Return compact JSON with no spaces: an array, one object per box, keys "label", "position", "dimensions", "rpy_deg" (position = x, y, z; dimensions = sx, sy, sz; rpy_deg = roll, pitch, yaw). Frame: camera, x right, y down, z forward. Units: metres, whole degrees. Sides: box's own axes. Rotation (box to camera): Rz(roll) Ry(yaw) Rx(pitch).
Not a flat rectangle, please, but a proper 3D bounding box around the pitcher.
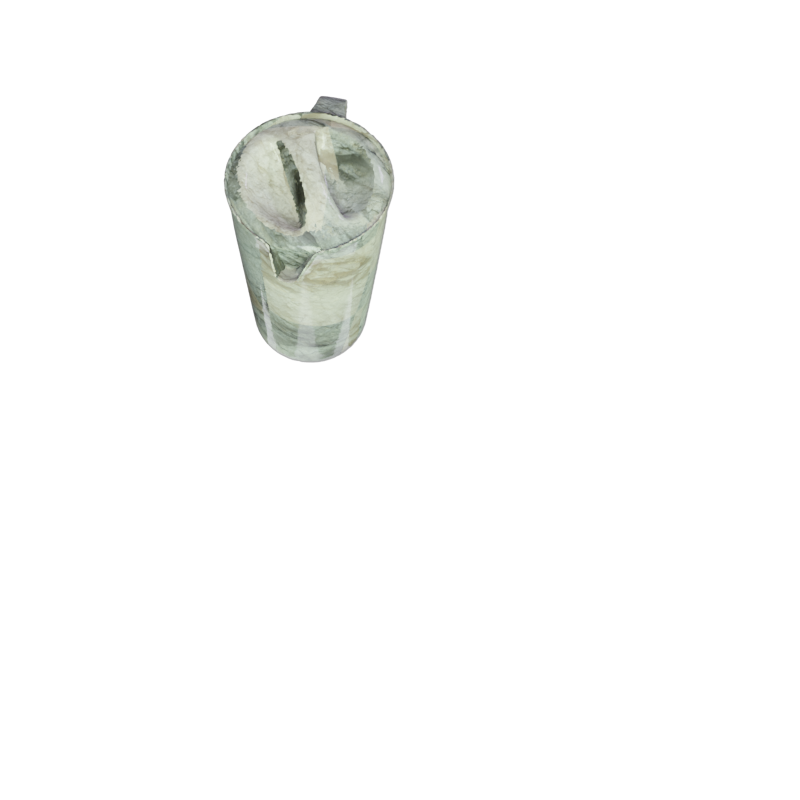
[{"label":"pitcher","position":[-0.076,-0.138,0.970],"dimensions":[0.149,0.153,0.229],"rpy_deg":[-32,-20,-17]}]
